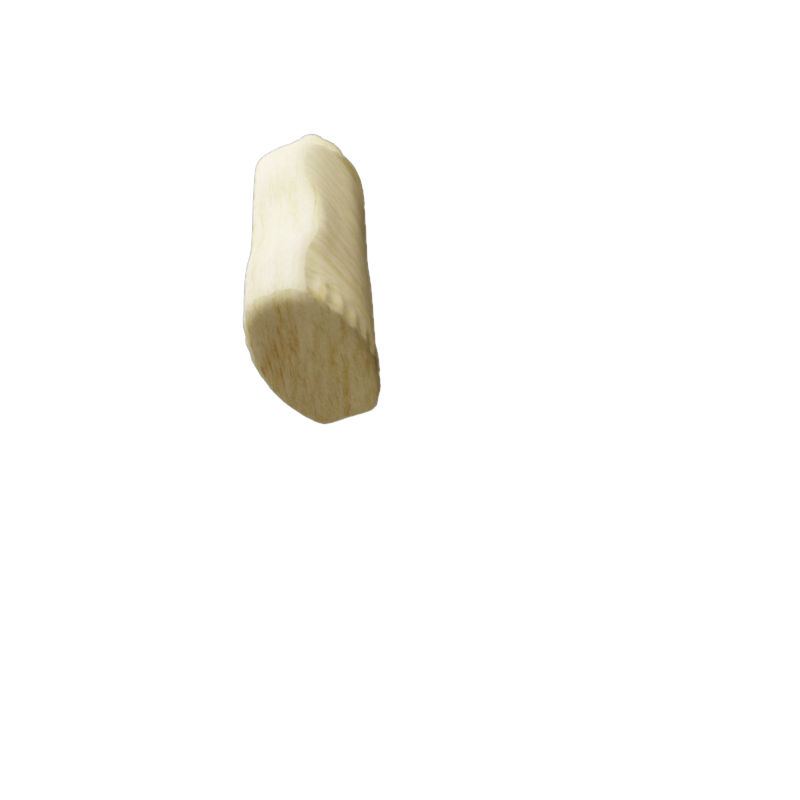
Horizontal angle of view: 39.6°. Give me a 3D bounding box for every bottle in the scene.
[{"bbox_3d":[-0.048,-0.087,0.613,0.059,0.206,0.089,-21,-49,15],"label":"bottle"}]
